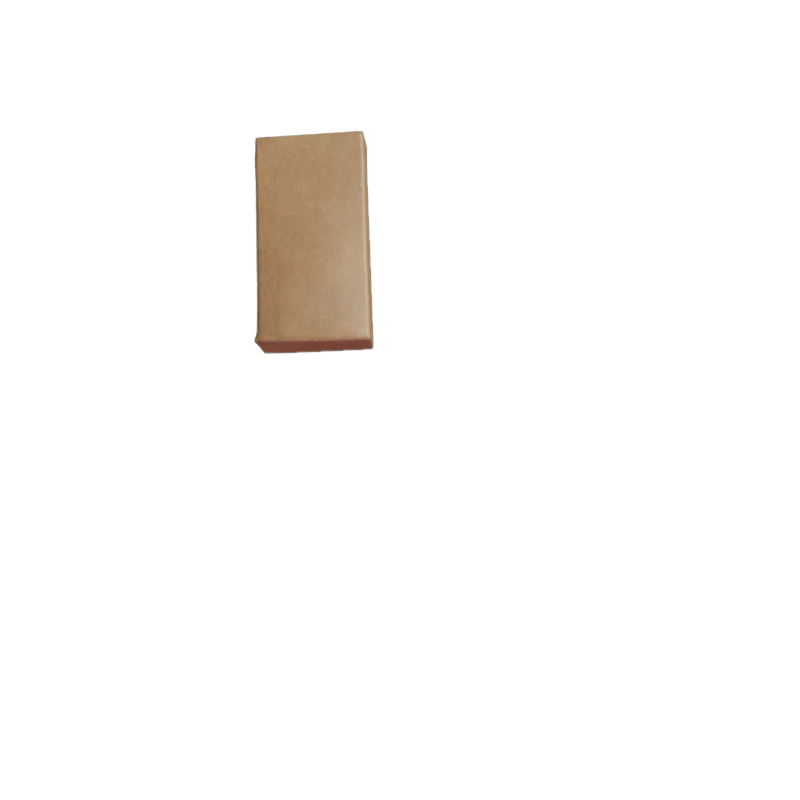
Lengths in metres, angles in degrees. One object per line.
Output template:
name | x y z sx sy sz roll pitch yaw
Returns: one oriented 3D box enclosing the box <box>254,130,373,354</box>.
box | -0.071 -0.129 0.905 0.094 0.184 0.046 -3 -18 6
